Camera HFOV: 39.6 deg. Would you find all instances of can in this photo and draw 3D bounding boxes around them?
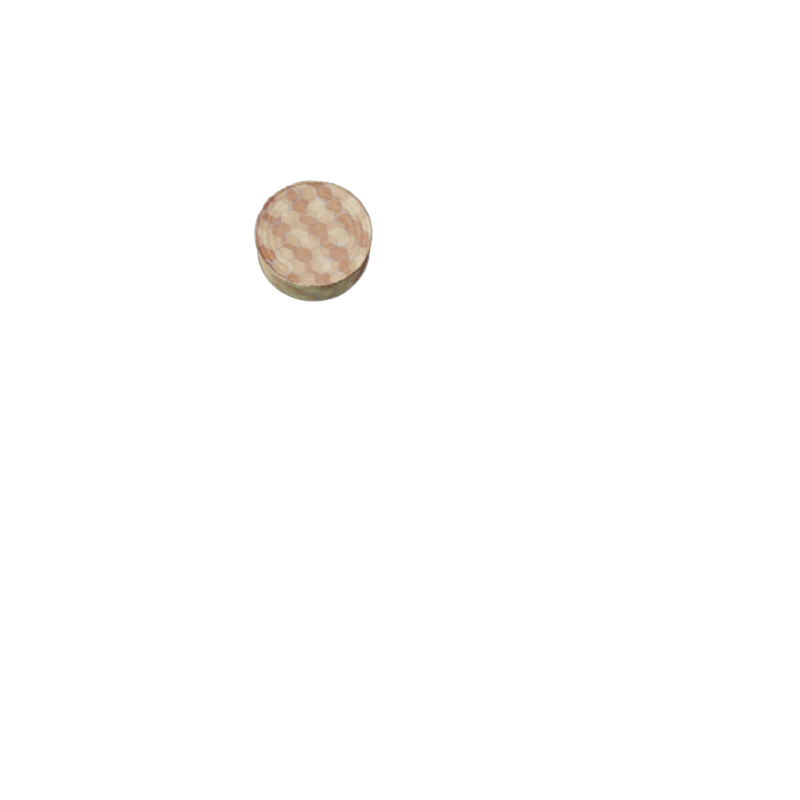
[{"bbox_3d":[-0.064,-0.116,0.816,0.086,0.091,0.032,-1,-24,-1],"label":"can"}]
